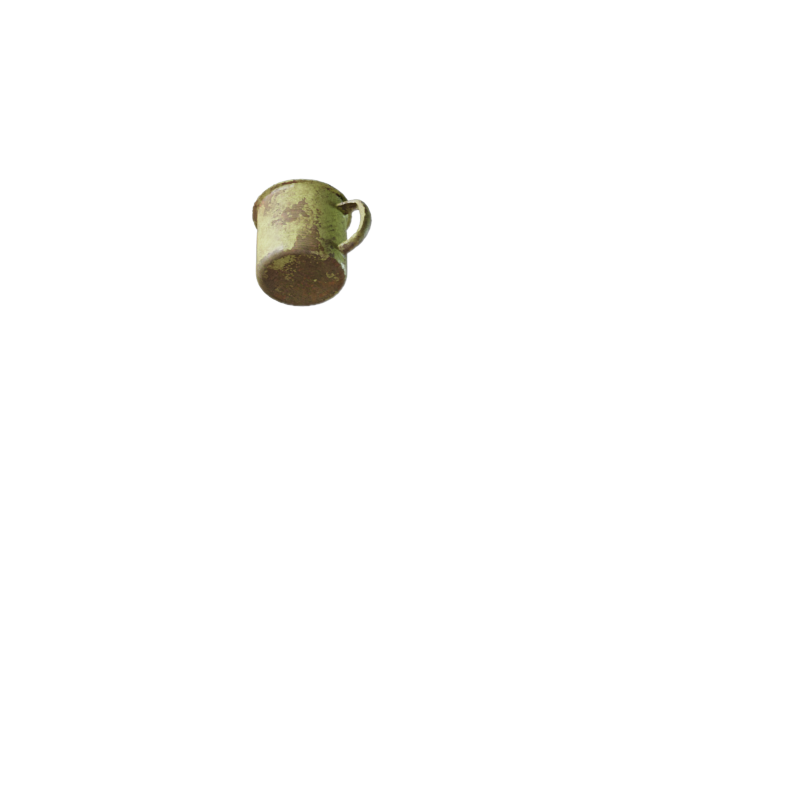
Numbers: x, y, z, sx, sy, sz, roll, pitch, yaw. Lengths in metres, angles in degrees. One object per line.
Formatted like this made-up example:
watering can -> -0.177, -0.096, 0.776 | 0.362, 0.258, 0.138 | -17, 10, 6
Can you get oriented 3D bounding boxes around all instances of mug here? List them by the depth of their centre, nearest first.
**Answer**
mug -> -0.078, -0.142, 0.997 | 0.118, 0.087, 0.086 | -19, -42, 20
